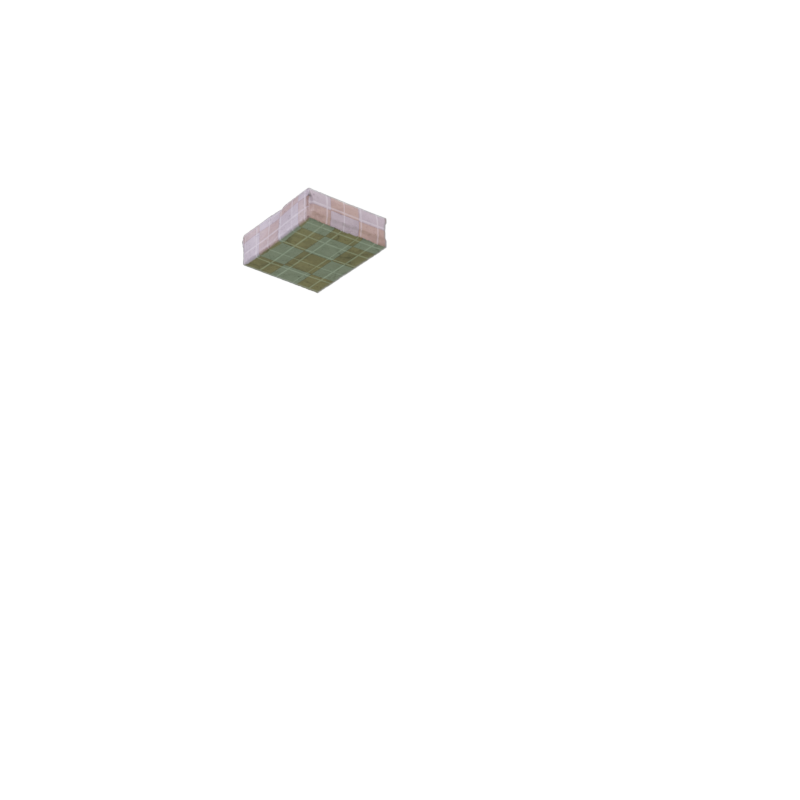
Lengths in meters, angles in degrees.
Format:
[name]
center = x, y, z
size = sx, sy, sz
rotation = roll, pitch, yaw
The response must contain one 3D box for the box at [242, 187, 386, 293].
[box]
center = -0.065, -0.119, 0.835
size = 0.069, 0.032, 0.089
rotation = 18, -31, -35
